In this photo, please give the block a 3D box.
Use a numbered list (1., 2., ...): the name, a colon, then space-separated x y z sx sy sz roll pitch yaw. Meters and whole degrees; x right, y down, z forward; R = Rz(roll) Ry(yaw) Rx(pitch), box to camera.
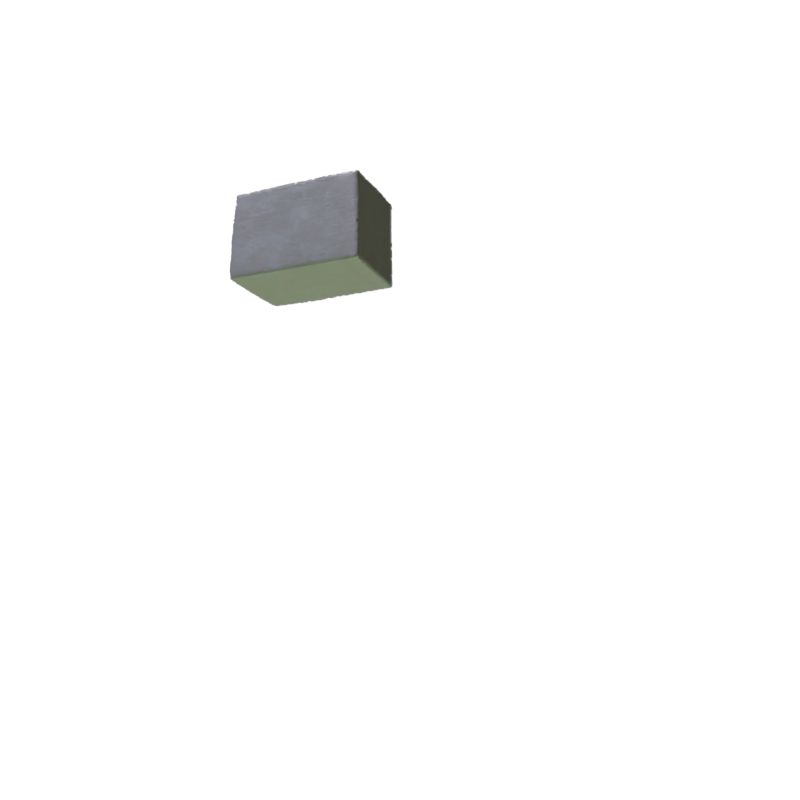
1. block: -0.049 -0.089 0.621 0.079 0.054 0.049 -8 -20 22
